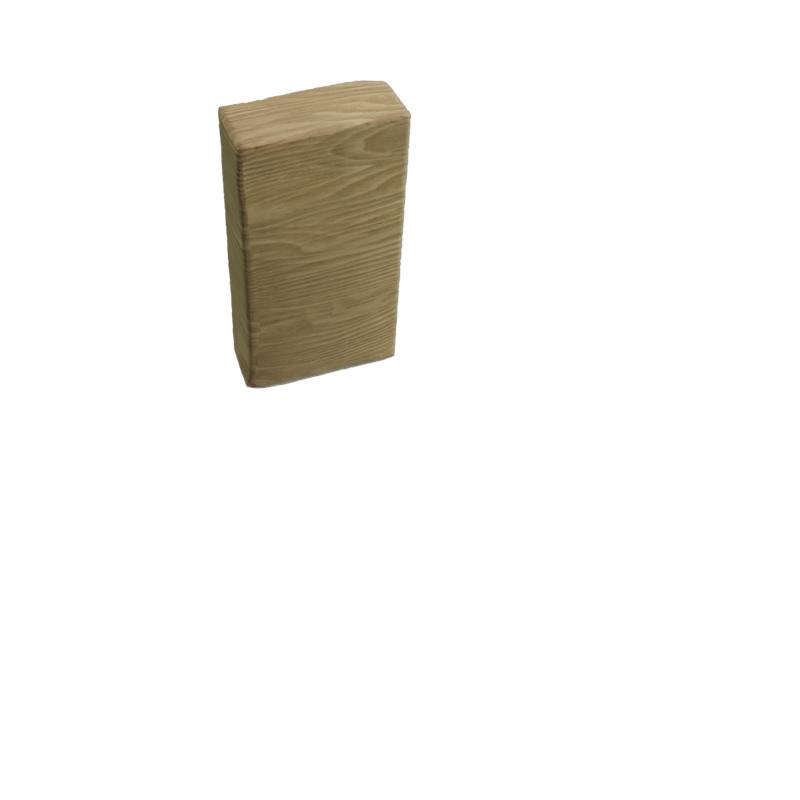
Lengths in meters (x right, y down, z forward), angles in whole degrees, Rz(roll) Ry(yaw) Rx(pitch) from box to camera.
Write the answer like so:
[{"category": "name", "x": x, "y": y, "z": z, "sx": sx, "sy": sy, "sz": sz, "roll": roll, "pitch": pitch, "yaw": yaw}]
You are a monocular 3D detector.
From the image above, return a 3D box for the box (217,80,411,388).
[{"category": "box", "x": -0.048, "y": -0.087, "z": 0.609, "sx": 0.092, "sy": 0.164, "sz": 0.052, "roll": -13, "pitch": 44, "yaw": -17}]
